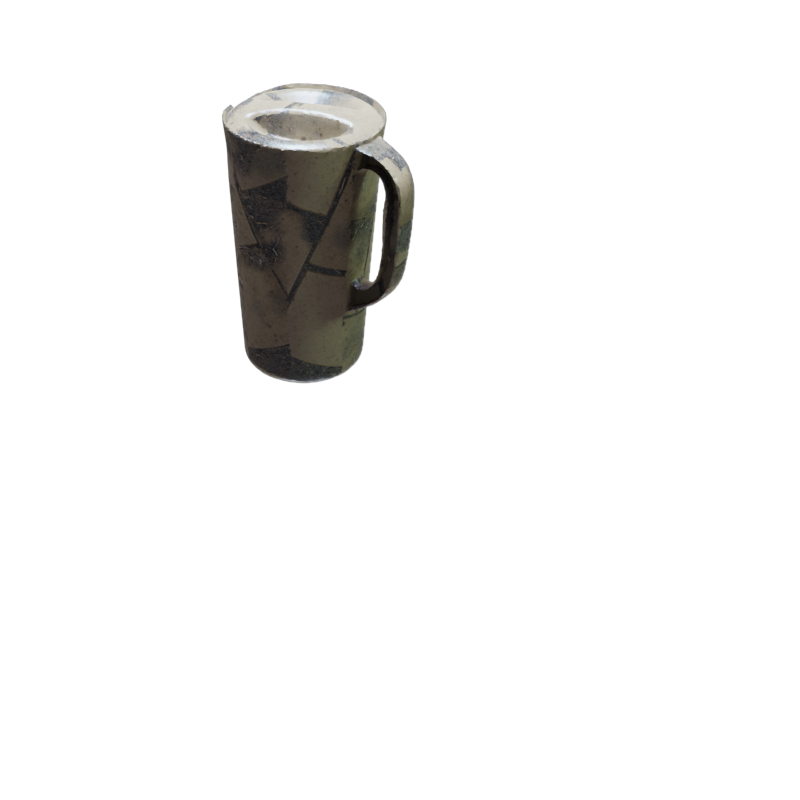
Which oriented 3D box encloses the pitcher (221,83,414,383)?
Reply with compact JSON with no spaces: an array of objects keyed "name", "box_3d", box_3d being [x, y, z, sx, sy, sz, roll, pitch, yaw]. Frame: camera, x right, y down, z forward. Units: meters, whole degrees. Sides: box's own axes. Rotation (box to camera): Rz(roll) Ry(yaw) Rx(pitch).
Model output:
[{"name":"pitcher","box_3d":[-0.074,-0.135,0.943,0.144,0.228,0.160,-3,34,-8]}]
